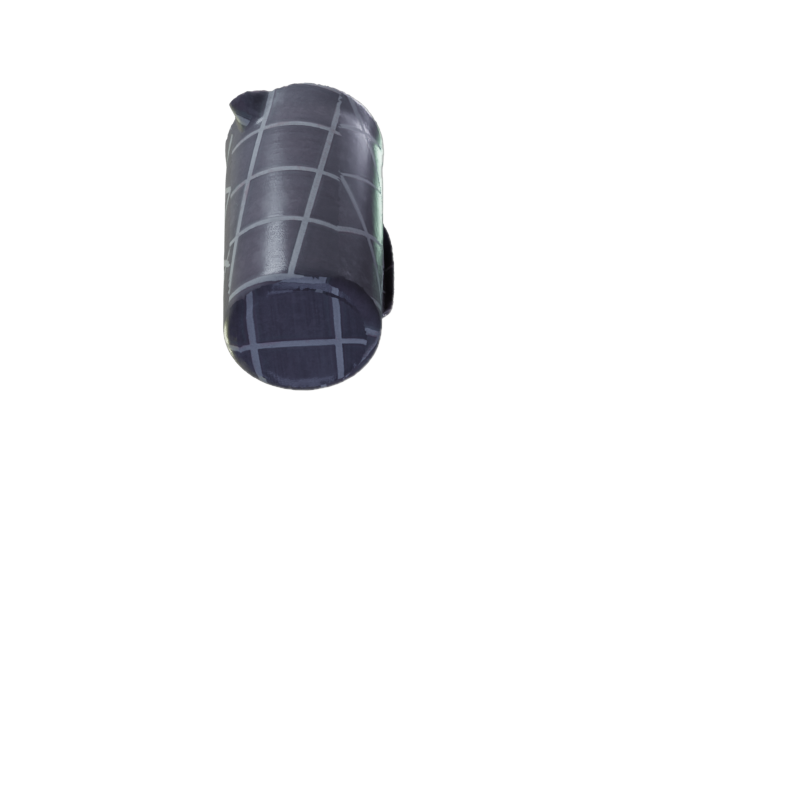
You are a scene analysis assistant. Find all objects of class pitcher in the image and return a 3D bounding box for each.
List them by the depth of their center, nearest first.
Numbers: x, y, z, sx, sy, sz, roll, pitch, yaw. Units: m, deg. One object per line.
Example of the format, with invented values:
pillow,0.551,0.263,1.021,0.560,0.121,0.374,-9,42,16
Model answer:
pitcher,-0.066,-0.120,0.843,0.148,0.136,0.261,4,41,-7
